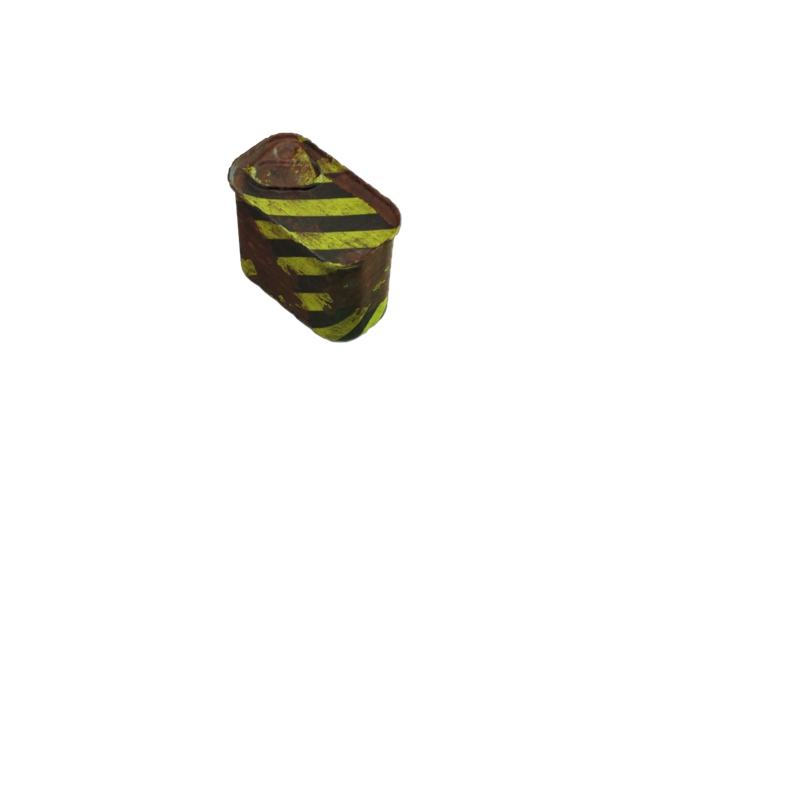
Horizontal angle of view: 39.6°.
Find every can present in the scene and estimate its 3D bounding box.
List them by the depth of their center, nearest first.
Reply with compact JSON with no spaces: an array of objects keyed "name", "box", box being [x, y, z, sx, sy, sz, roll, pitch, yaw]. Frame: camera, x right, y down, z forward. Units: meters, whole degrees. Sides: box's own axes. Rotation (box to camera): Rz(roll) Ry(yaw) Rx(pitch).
[{"name":"can","box":[-0.050,-0.092,0.643,0.058,0.108,0.078,-39,-25,-25]}]
